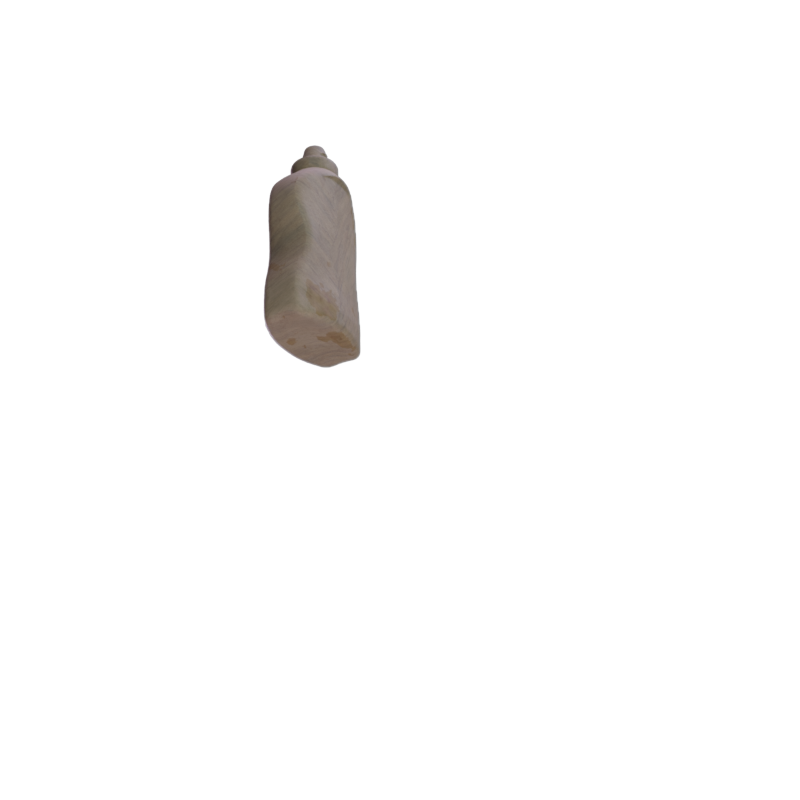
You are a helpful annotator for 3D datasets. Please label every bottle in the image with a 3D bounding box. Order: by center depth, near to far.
[{"bbox_3d":[-0.071,-0.130,0.908,0.059,0.205,0.089,-21,-37,26],"label":"bottle"}]
